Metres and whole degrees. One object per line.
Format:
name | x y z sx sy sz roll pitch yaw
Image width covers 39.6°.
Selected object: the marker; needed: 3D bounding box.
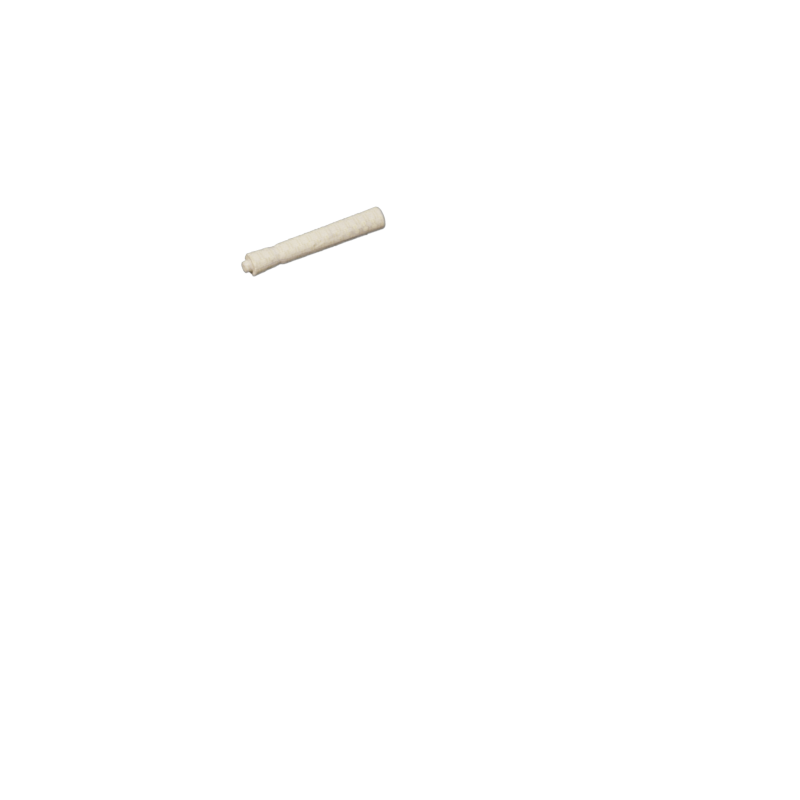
marker | -0.068 -0.123 0.865 0.120 0.019 0.020 -23 12 -20
